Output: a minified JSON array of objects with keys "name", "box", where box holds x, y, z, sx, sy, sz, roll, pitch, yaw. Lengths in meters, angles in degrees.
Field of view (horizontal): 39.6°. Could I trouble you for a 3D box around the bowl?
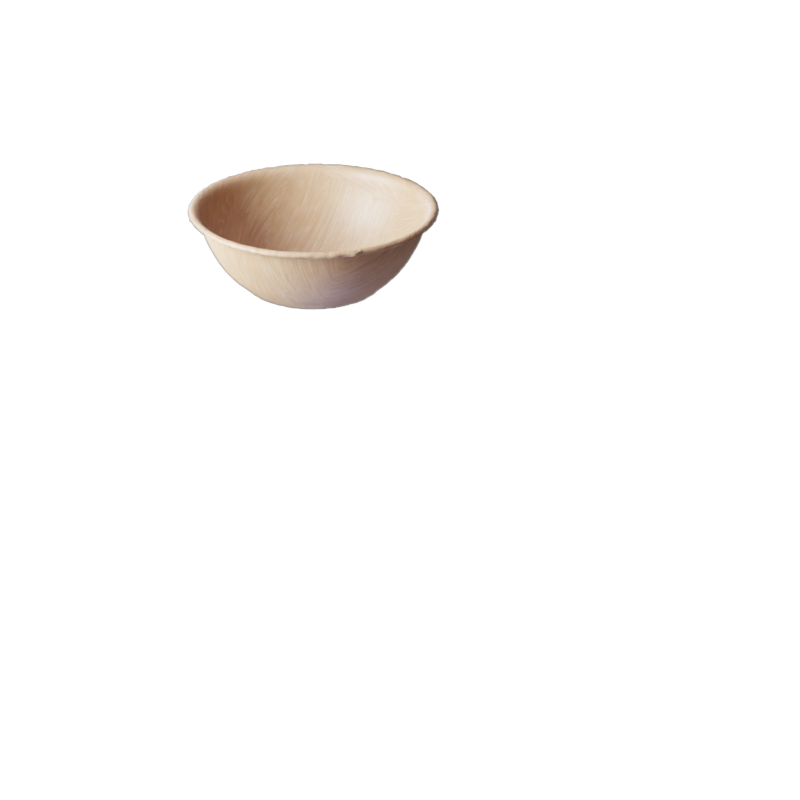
[{"name":"bowl","box":[-0.057,-0.103,0.724,0.162,0.052,0.172,-1,30,-2]}]
